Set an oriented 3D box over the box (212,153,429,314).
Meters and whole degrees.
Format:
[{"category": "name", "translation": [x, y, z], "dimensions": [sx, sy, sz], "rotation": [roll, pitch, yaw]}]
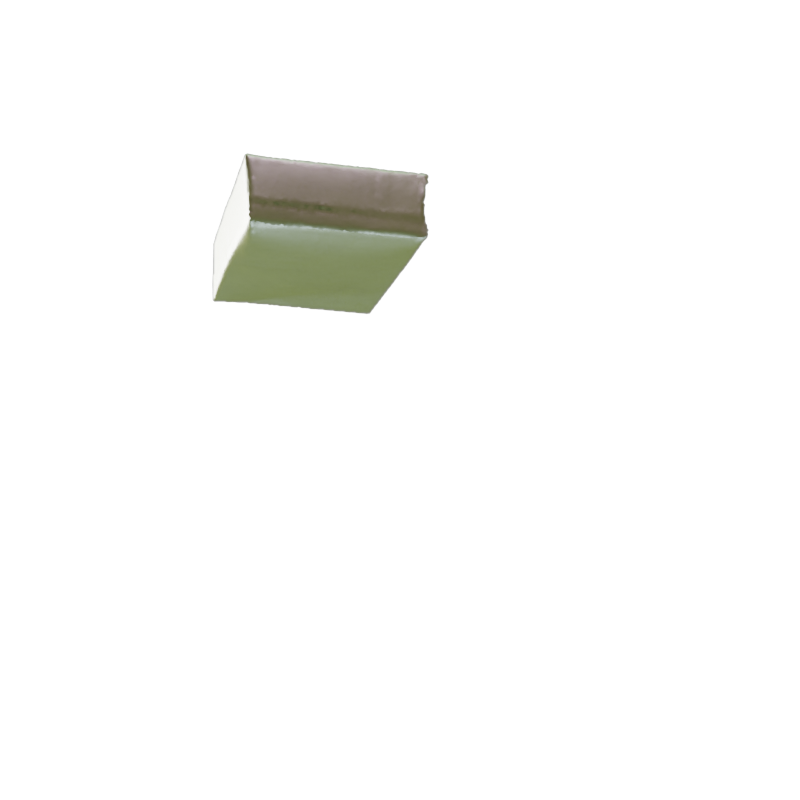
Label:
[{"category": "box", "translation": [-0.044, -0.080, 0.562], "dimensions": [0.088, 0.041, 0.111], "rotation": [4, -16, -15]}]
